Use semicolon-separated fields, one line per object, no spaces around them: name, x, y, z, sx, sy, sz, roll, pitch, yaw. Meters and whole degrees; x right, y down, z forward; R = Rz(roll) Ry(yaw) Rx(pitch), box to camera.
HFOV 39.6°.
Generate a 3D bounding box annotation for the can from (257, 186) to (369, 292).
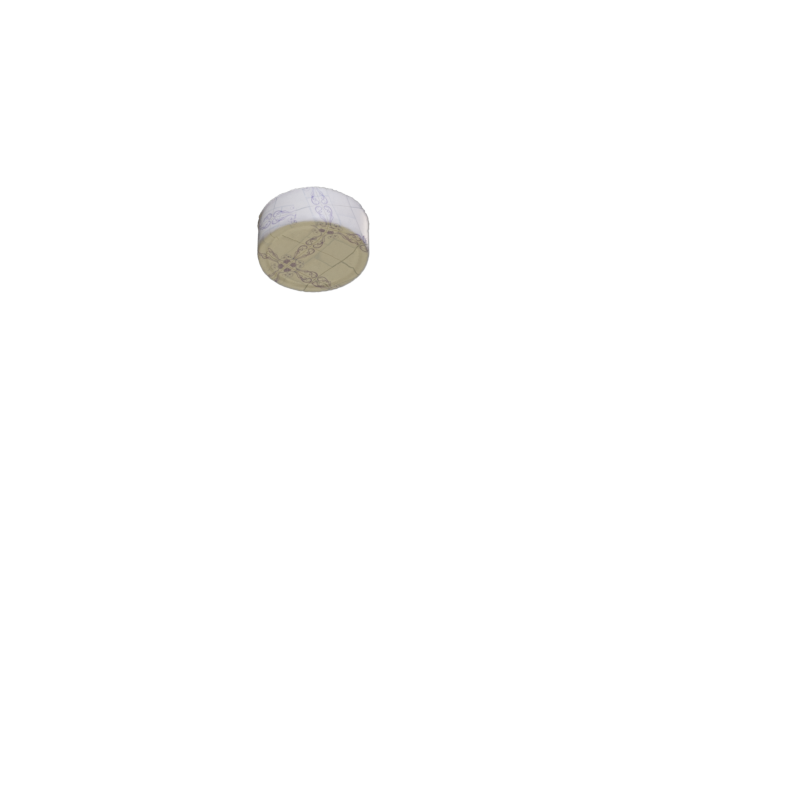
can;-0.066;-0.120;0.839;0.086;0.036;0.080;1;-37;-2
